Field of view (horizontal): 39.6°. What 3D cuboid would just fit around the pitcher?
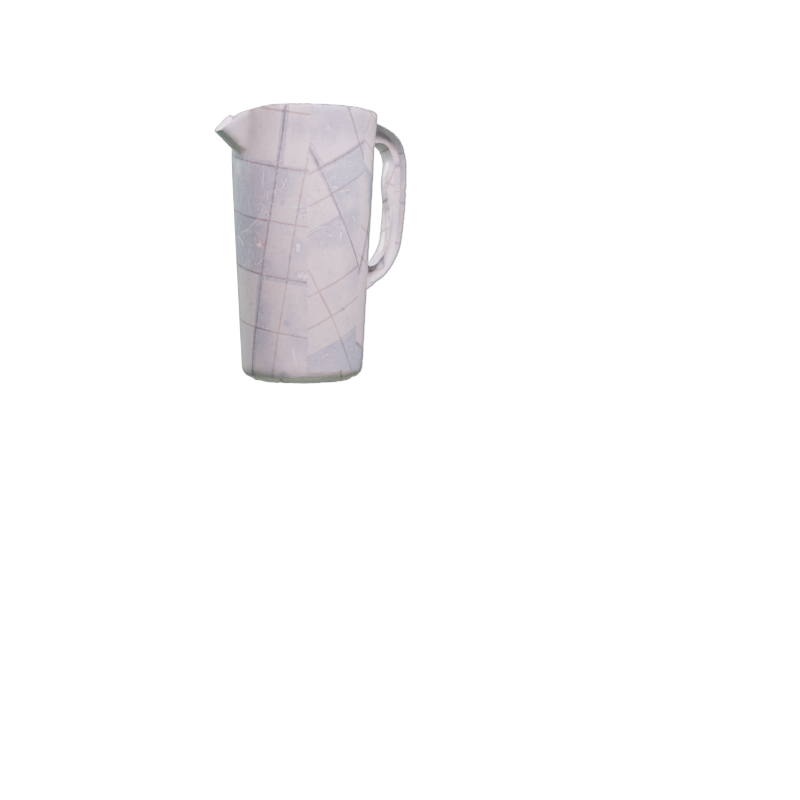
[{"bbox_3d":[-0.078,-0.142,0.994,0.152,0.243,0.143,0,2,12],"label":"pitcher"}]
